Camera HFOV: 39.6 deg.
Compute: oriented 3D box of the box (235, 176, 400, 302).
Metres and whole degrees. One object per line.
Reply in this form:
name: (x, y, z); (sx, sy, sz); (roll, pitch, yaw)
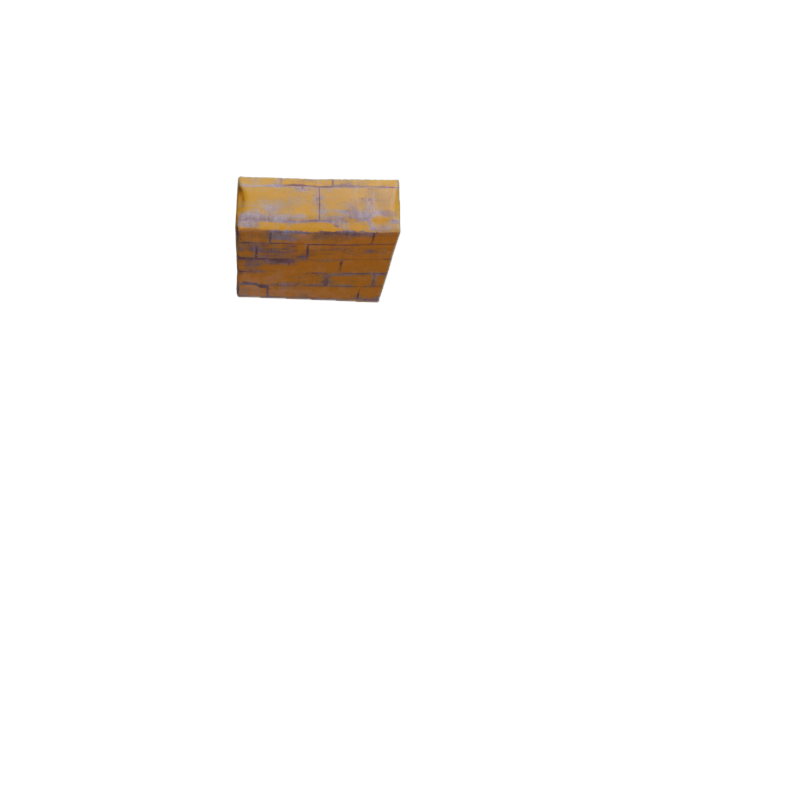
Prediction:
box: (-0.041, -0.075, 0.529); (0.073, 0.032, 0.086); (1, -17, -6)
